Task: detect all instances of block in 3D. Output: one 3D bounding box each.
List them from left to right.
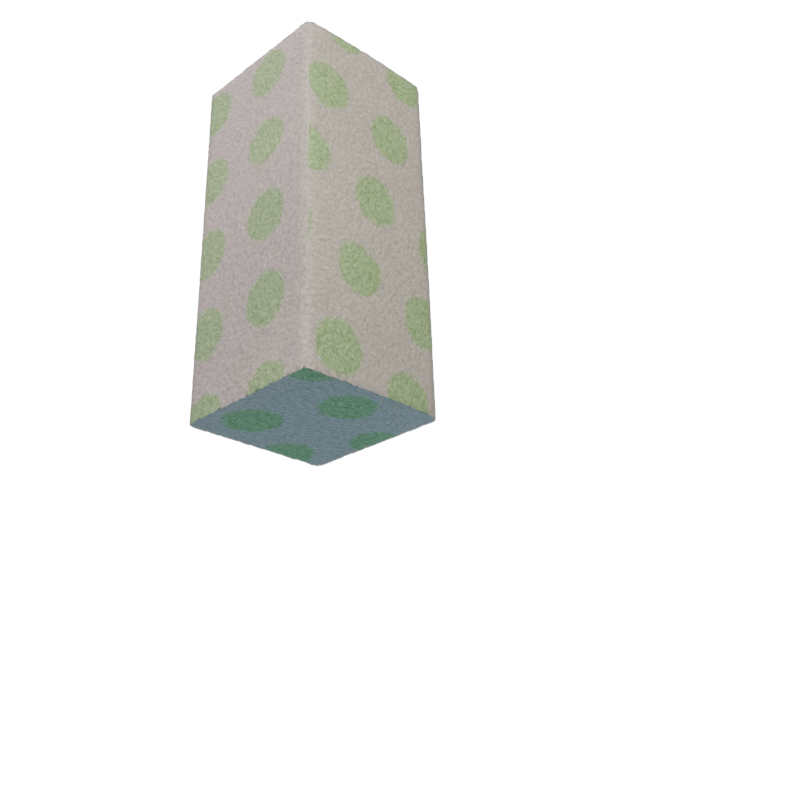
[{"bbox_3d":[-0.046,-0.085,0.593,0.085,0.219,0.091,24,-38,-38],"label":"block"}]
